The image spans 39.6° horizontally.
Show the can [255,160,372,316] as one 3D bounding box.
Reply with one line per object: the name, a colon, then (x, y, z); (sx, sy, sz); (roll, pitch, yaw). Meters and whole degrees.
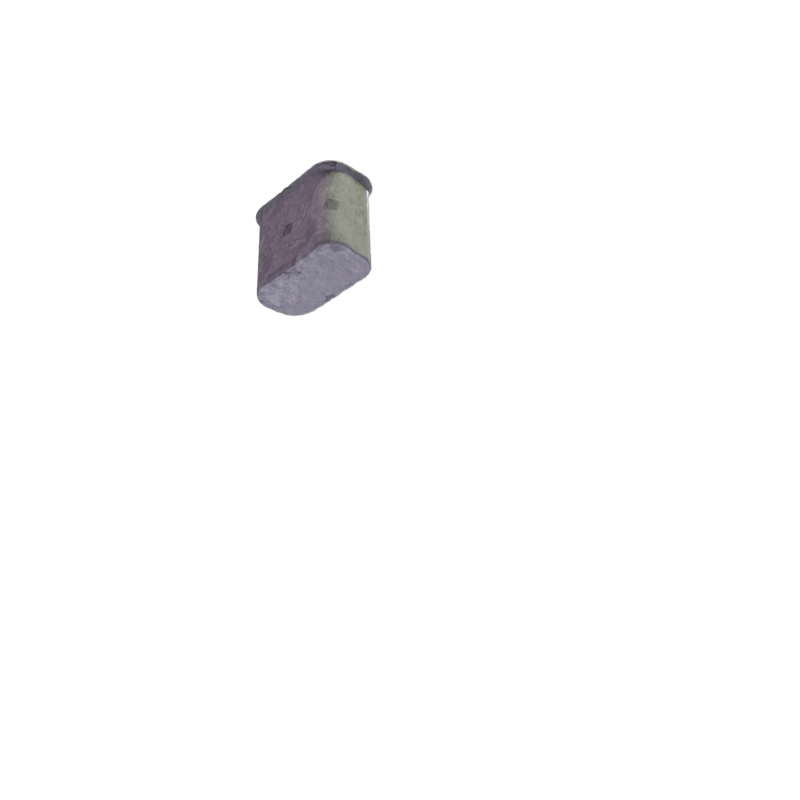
can: (-0.068, -0.124, 0.869); (0.054, 0.090, 0.101); (28, -45, -35)
